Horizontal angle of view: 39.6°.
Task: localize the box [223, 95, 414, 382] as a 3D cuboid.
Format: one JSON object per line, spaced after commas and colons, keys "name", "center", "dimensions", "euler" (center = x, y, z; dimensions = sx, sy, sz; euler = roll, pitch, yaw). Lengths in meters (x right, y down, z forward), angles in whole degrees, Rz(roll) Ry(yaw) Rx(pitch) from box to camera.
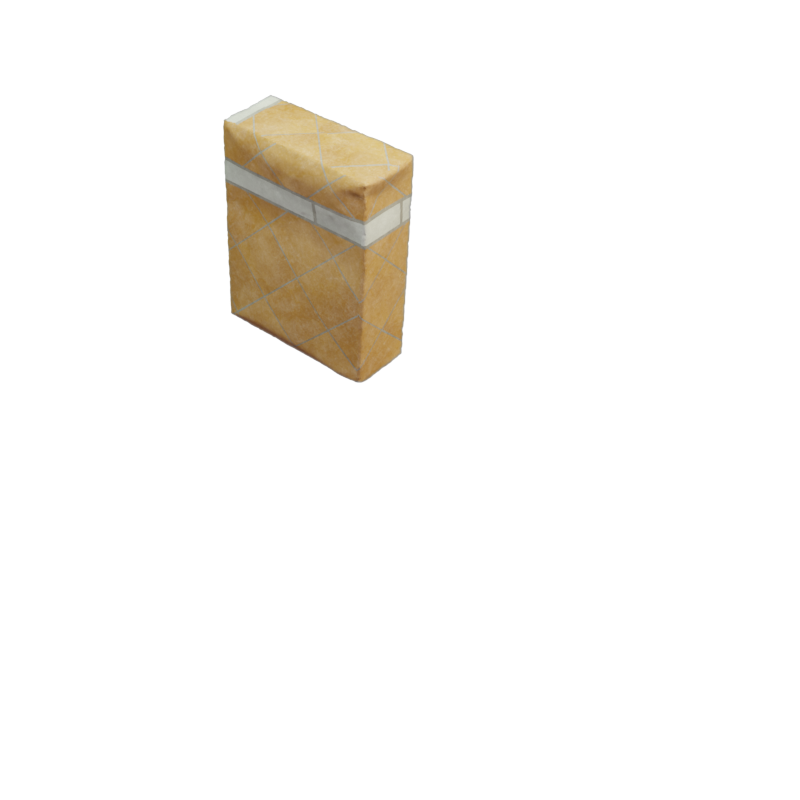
{"name": "box", "center": [-0.077, -0.140, 0.983], "dimensions": [0.174, 0.200, 0.072], "euler": [29, 45, 30]}
